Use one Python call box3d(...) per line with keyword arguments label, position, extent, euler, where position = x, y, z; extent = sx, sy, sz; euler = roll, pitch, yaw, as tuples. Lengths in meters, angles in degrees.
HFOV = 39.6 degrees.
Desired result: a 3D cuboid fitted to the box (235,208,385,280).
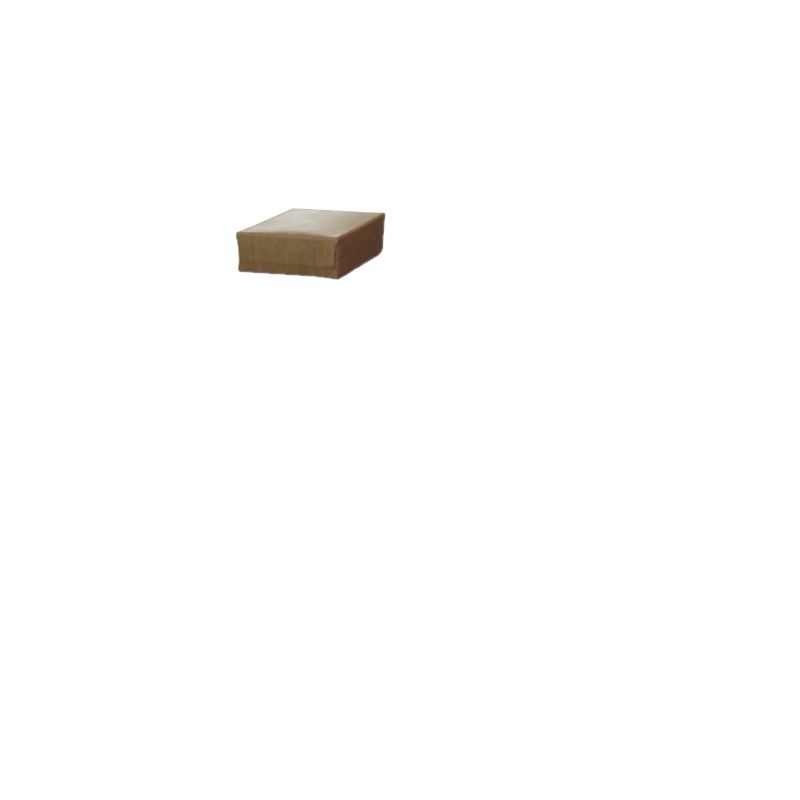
box3d(label="box", position=(-0.072, -0.132, 0.924), extent=(0.093, 0.038, 0.114), euler=(7, 19, 20))
